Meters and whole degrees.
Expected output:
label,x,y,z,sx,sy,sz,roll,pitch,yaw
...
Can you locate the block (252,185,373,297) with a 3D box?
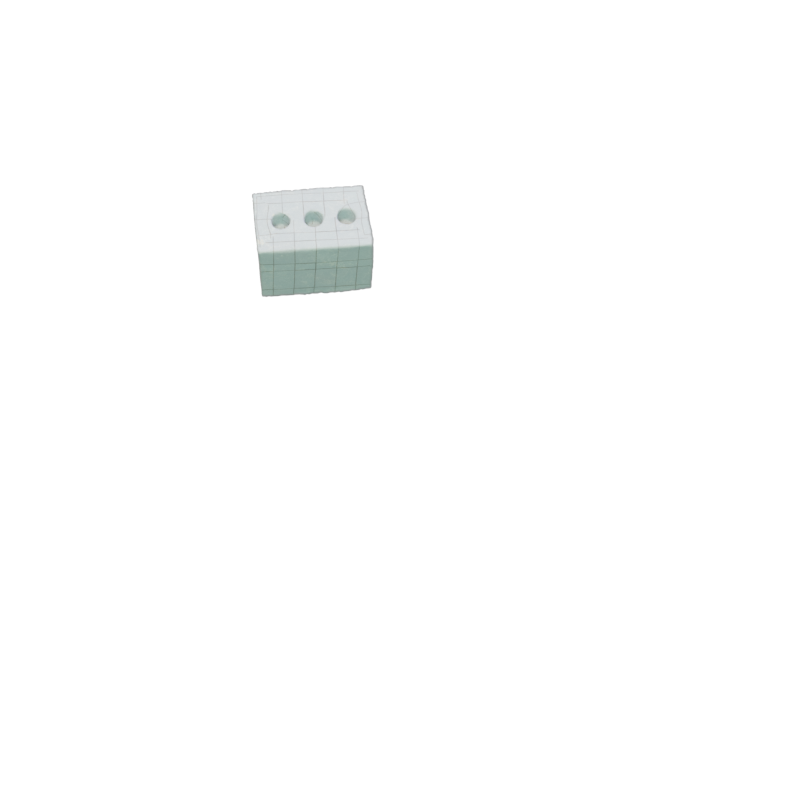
label,x,y,z,sx,sy,sz,roll,pitch,yaw
block,-0.059,-0.107,0.748,0.077,0.057,0.048,-5,-35,-5
